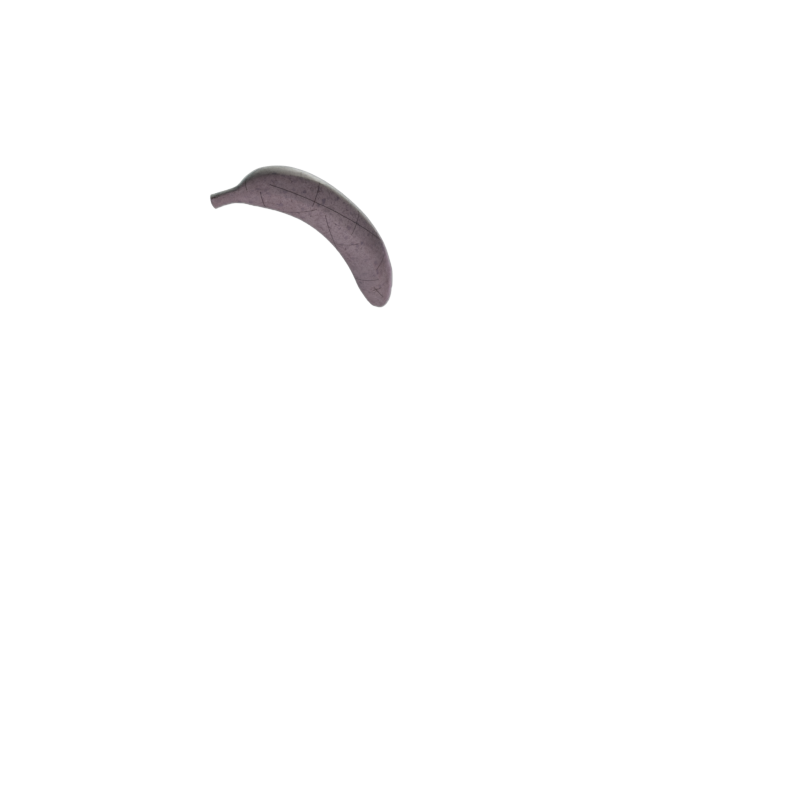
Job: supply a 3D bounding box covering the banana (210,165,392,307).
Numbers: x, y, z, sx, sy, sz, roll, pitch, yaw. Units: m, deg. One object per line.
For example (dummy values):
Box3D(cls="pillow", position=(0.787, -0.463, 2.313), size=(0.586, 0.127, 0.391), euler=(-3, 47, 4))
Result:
Box3D(cls="banana", position=(-0.062, -0.143, 0.924), size=(0.186, 0.039, 0.069), euler=(31, -50, -31))
